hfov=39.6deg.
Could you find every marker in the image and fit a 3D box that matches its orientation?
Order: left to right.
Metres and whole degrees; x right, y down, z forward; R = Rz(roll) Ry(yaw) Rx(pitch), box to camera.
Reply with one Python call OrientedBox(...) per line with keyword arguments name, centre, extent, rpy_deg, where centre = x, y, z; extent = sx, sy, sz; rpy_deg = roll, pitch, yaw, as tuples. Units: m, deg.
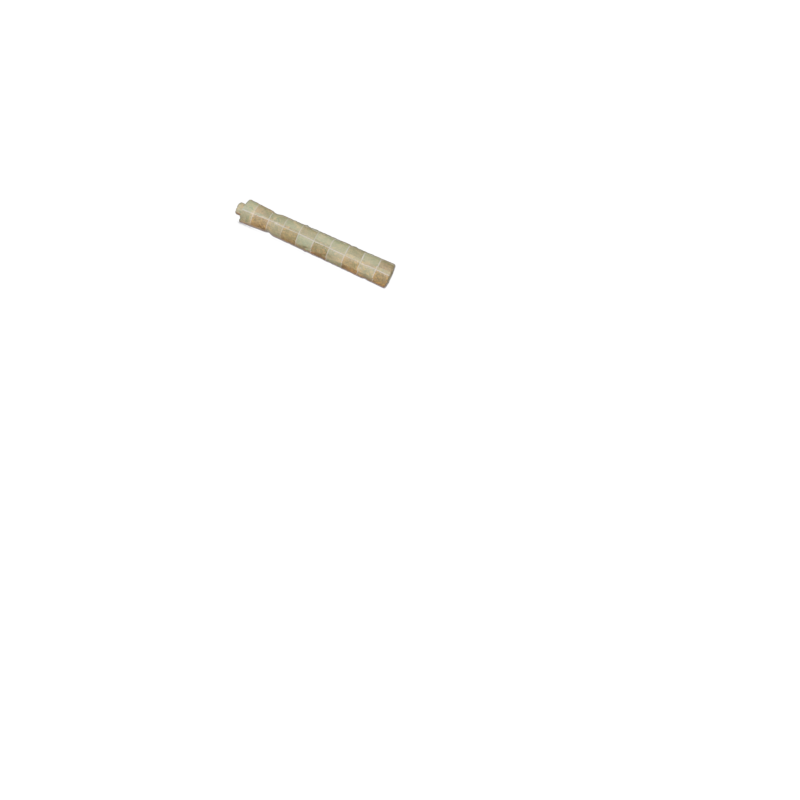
OrientedBox(name="marker", centre=(-0.062, -0.113, 0.788), extent=(0.123, 0.020, 0.020), rpy_deg=(25, 7, 9))
